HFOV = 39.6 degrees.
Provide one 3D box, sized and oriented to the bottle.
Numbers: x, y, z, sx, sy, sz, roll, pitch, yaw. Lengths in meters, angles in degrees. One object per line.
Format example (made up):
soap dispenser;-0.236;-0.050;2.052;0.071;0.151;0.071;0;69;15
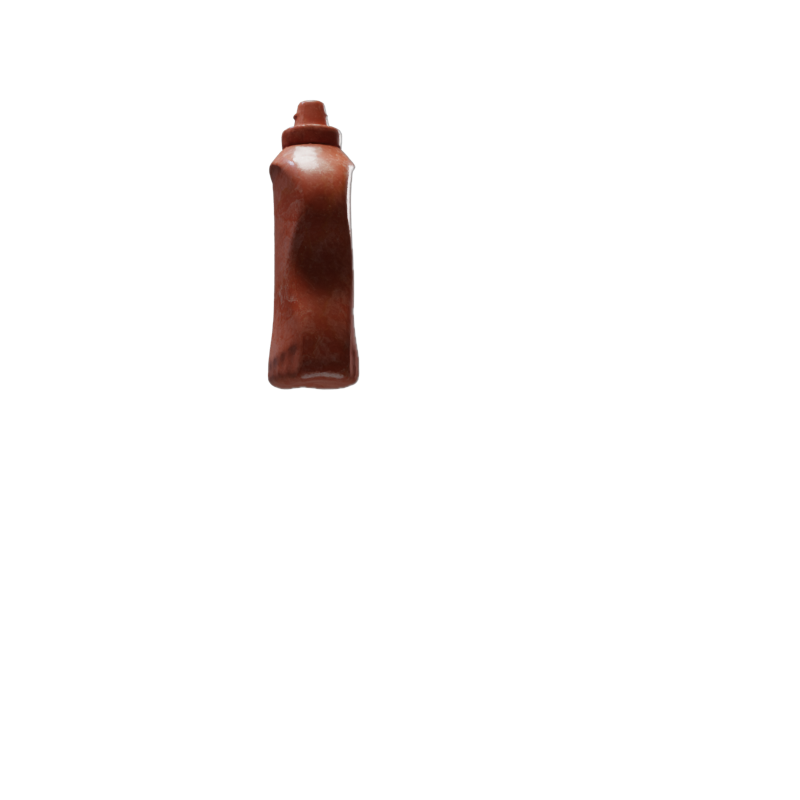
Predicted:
bottle;-0.058;-0.105;0.736;0.058;0.197;0.095;1;-9;-10
